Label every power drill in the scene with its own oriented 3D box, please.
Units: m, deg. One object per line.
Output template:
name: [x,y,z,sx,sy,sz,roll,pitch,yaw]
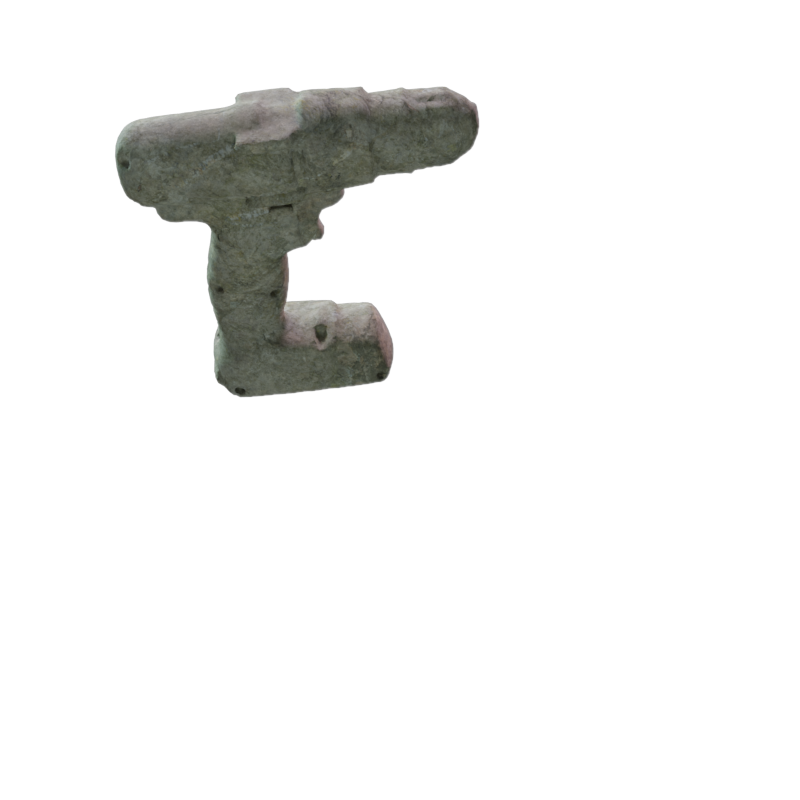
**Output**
power drill: [-0.048,-0.087,0.608,0.185,0.174,0.062,-4,43,4]
